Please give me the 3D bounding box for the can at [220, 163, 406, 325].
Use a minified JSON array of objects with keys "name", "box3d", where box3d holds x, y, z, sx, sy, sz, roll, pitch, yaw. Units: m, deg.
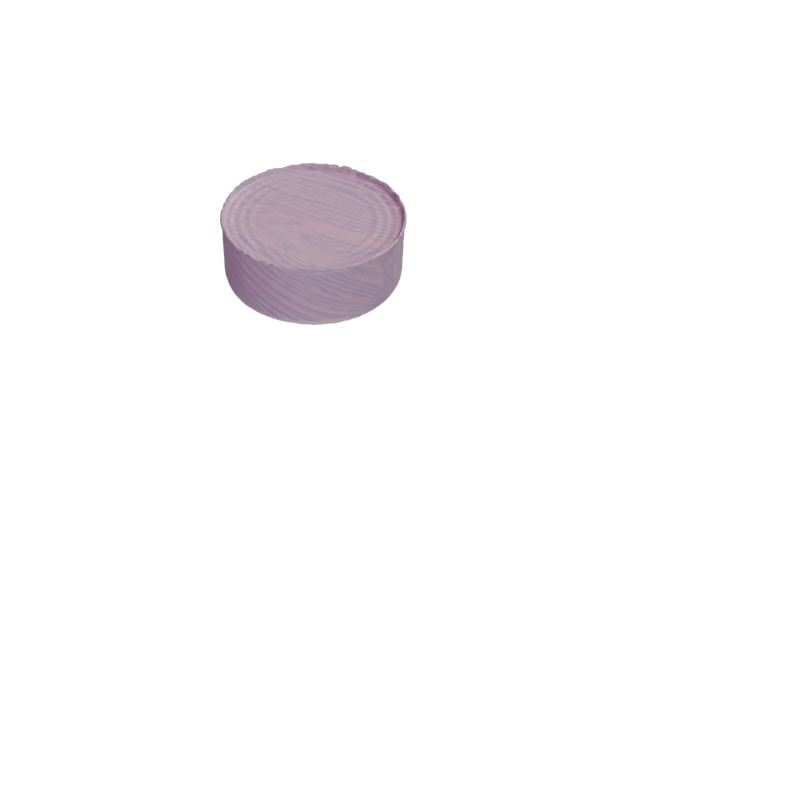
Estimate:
[{"name":"can","box3d":[-0.041,-0.074,0.519,0.086,0.031,0.092,-1,41,-2]}]
